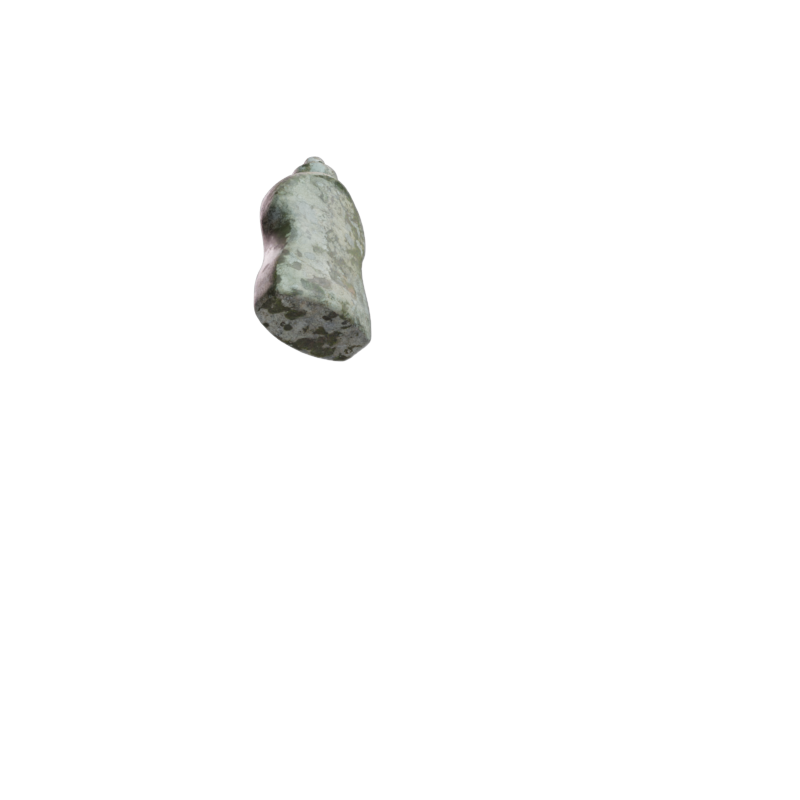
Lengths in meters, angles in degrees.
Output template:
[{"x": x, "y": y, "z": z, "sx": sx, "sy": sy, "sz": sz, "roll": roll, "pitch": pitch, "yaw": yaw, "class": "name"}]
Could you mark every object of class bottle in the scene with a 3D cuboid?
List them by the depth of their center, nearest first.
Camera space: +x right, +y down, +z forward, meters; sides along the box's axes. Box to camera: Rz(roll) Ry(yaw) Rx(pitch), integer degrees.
[{"x": -0.070, "y": -0.128, "z": 0.898, "sx": 0.091, "sy": 0.206, "sz": 0.057, "roll": 26, "pitch": -49, "yaw": -29, "class": "bottle"}]
